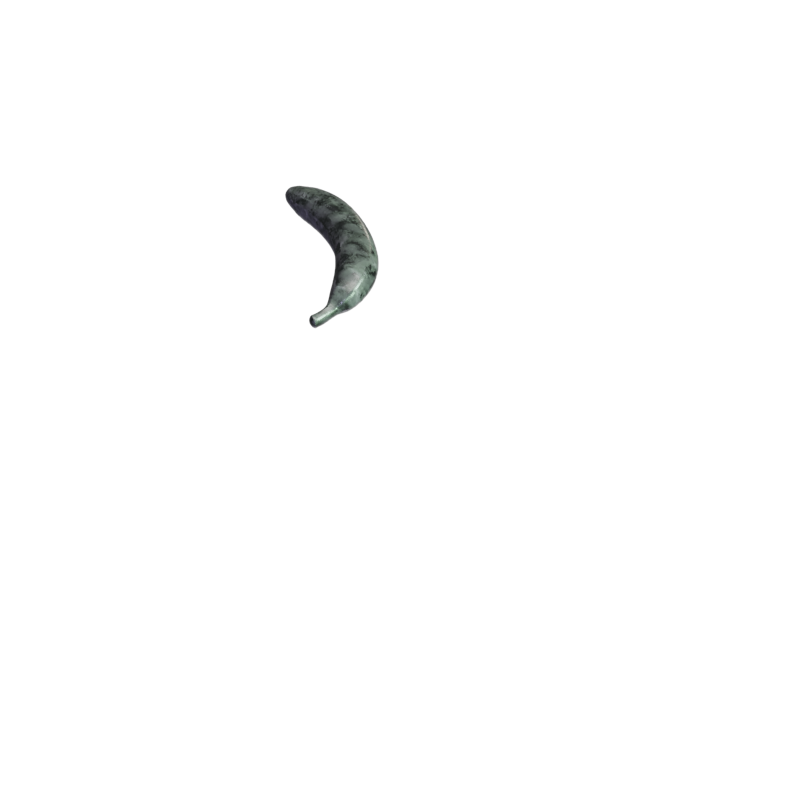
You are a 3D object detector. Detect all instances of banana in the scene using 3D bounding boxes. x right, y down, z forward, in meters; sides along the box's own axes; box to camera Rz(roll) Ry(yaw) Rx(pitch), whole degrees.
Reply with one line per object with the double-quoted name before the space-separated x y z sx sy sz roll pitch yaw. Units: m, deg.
"banana" -0.058 -0.140 0.986 0.069 0.034 0.213 -6 40 -8
